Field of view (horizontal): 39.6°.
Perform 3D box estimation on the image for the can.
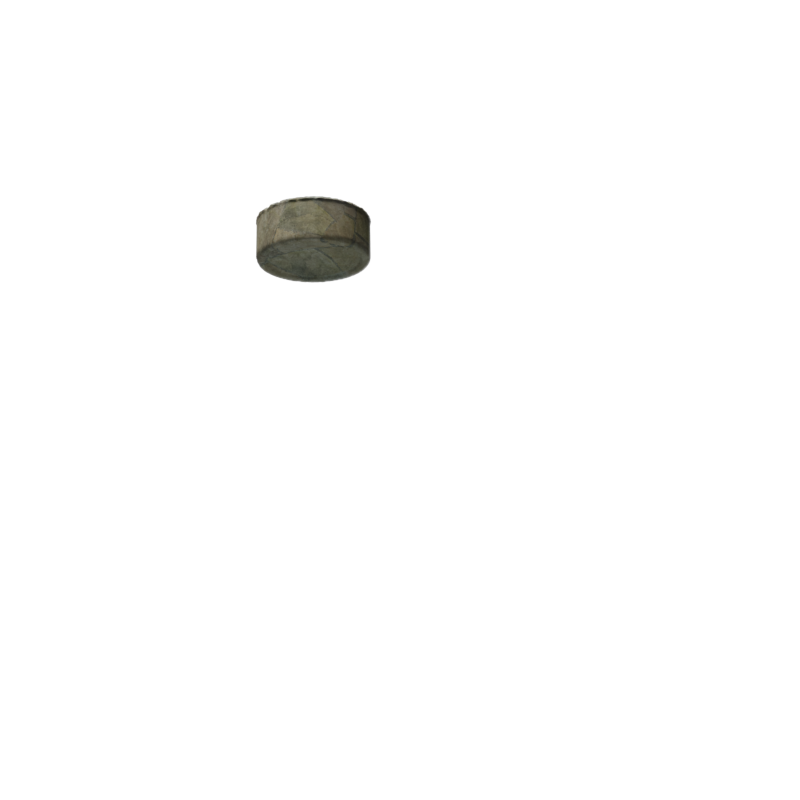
[{"bbox_3d":[-0.064,-0.117,0.821,0.086,0.035,0.082,0,-18,-2],"label":"can"}]
